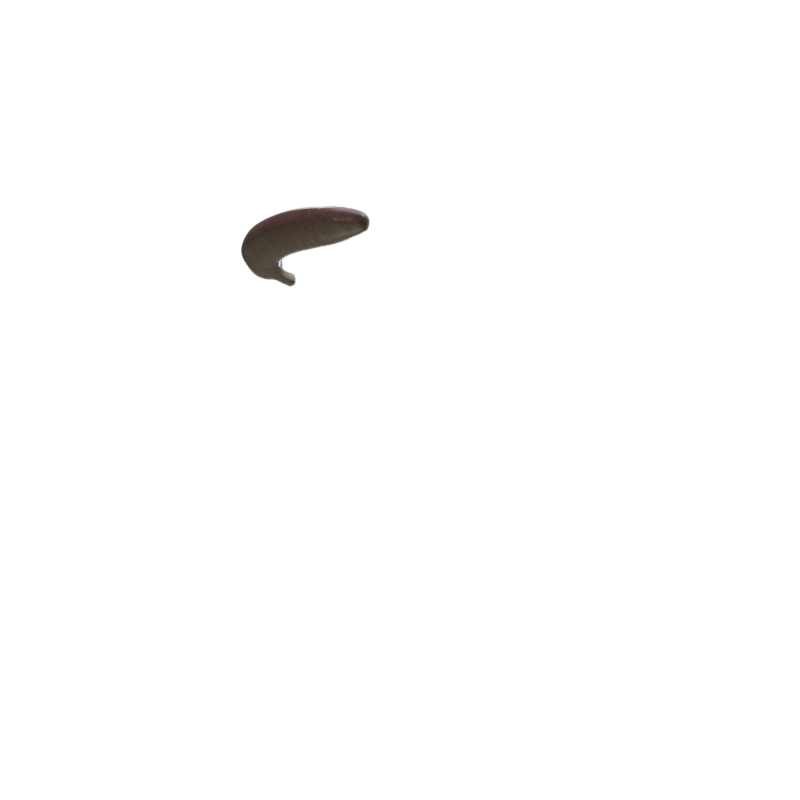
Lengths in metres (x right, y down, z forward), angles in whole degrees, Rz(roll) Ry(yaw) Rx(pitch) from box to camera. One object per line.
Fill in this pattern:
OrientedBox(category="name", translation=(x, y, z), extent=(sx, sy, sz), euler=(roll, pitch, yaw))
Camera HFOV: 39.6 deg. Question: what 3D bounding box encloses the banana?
OrientedBox(category="banana", translation=(-0.092, -0.135, 0.940), extent=(0.067, 0.038, 0.198), euler=(3, -8, -23))
